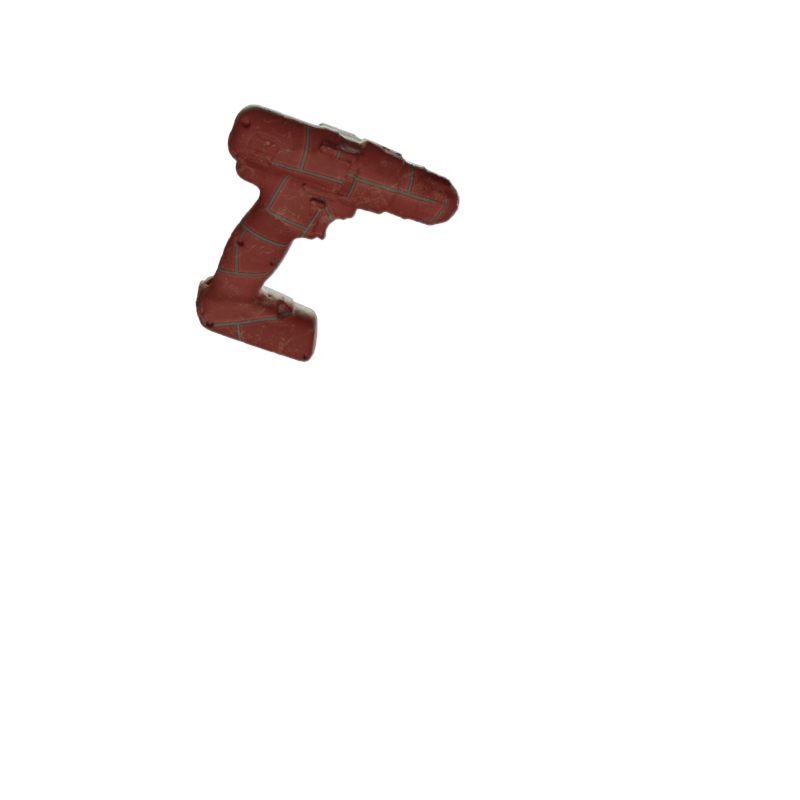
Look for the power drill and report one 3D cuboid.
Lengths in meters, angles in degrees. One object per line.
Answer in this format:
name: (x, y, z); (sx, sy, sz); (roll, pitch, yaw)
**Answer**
power drill: (-0.068, -0.124, 0.869); (0.181, 0.181, 0.061); (21, 25, -11)
